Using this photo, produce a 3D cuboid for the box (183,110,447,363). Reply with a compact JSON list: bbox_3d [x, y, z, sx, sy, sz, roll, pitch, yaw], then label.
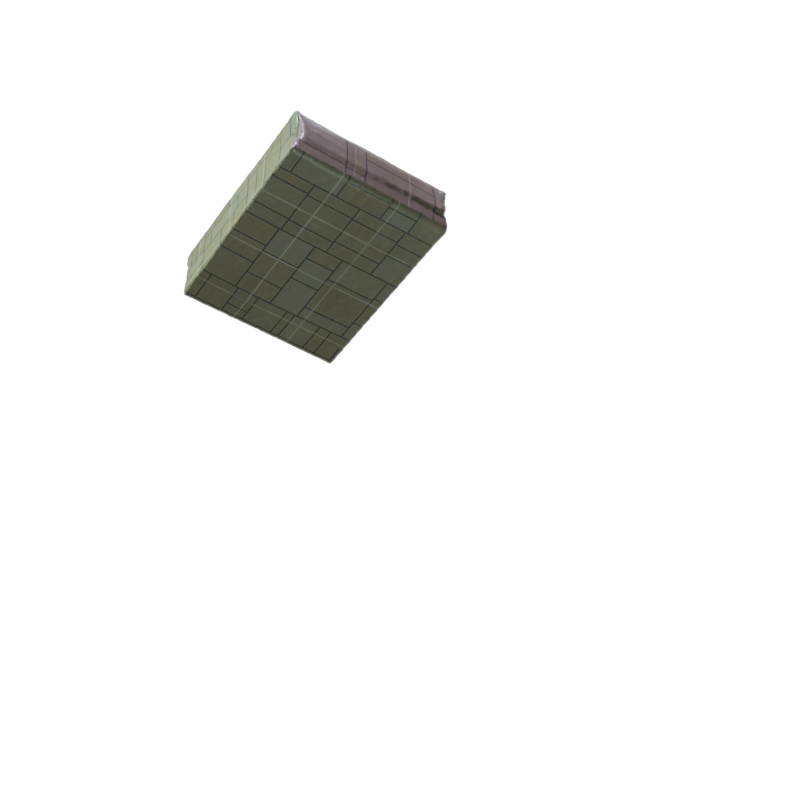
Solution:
[{"bbox_3d":[-0.035,-0.065,0.453,0.070,0.032,0.087,27,-55,-22],"label":"box"}]
